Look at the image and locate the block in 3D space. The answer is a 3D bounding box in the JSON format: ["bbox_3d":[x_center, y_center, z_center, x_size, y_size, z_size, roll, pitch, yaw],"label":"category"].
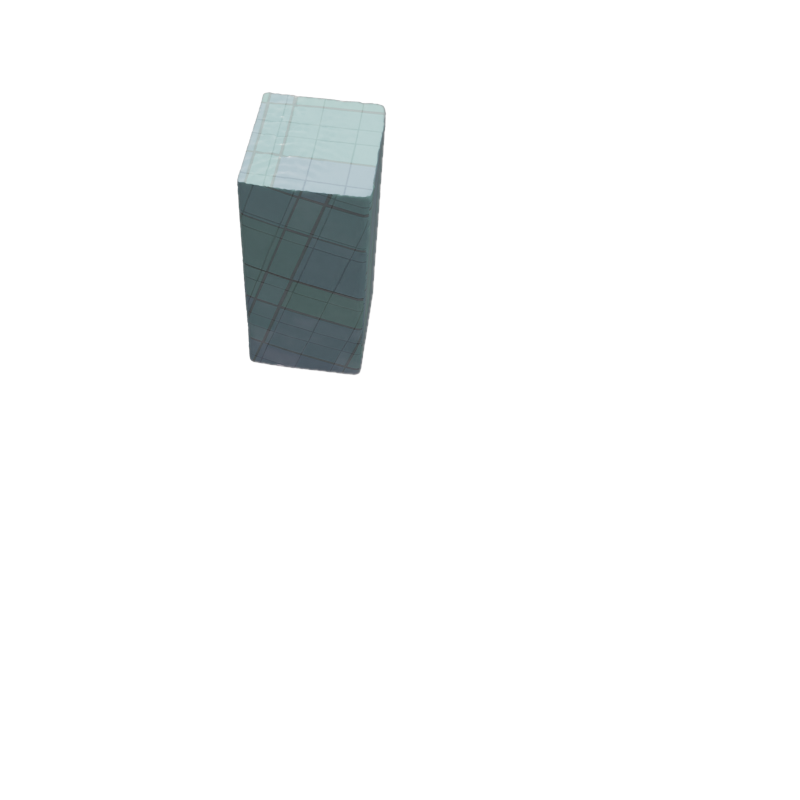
[{"bbox_3d":[-0.064,-0.117,0.820,0.091,0.096,0.192,8,-36,2],"label":"block"}]
